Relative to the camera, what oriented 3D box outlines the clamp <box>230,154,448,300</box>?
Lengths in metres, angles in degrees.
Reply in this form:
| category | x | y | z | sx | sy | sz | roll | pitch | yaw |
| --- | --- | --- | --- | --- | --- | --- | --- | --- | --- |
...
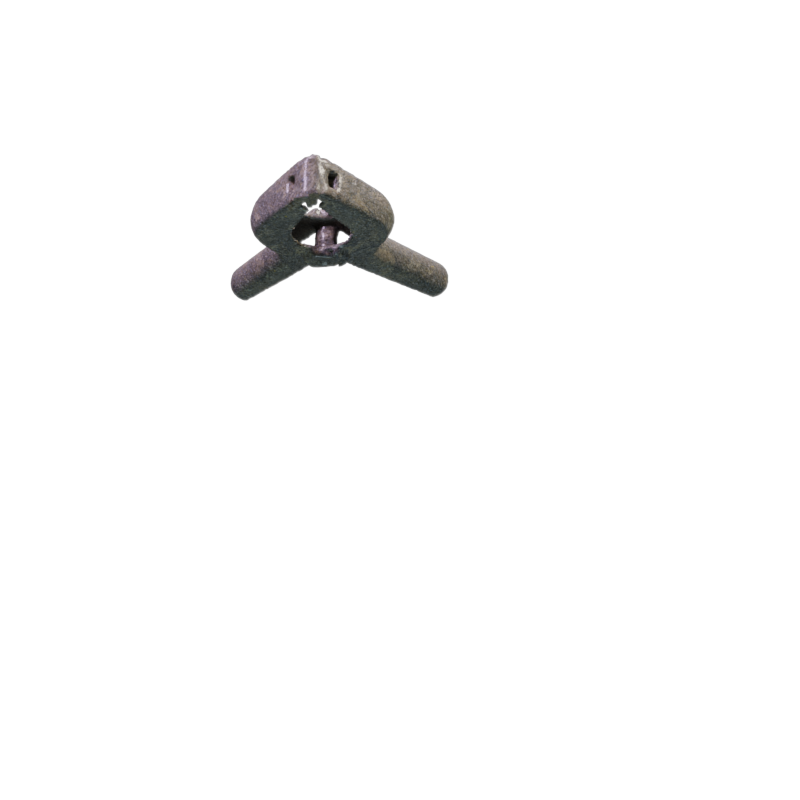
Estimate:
| category | x | y | z | sx | sy | sz | roll | pitch | yaw |
| --- | --- | --- | --- | --- | --- | --- | --- | --- | --- |
| clamp | -0.060 | -0.110 | 0.767 | 0.167 | 0.038 | 0.198 | -3 | -15 | 11 |
